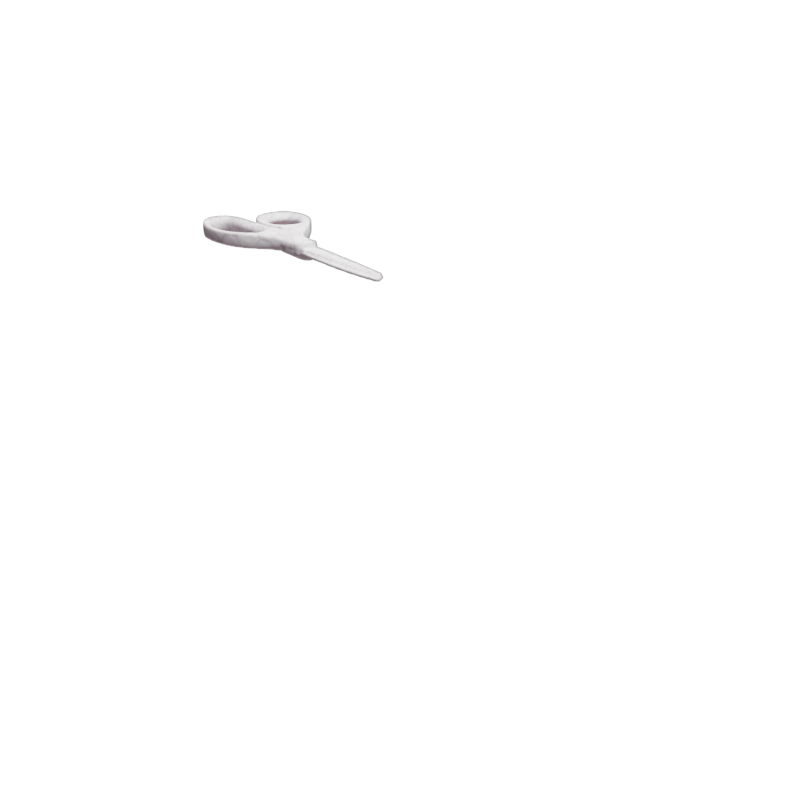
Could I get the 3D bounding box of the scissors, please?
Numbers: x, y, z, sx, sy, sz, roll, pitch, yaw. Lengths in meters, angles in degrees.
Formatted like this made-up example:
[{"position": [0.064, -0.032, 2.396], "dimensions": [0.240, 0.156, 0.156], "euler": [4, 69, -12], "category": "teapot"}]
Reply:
[{"position": [-0.067, -0.123, 0.862], "dimensions": [0.213, 0.015, 0.095], "euler": [17, 28, 36], "category": "scissors"}]
